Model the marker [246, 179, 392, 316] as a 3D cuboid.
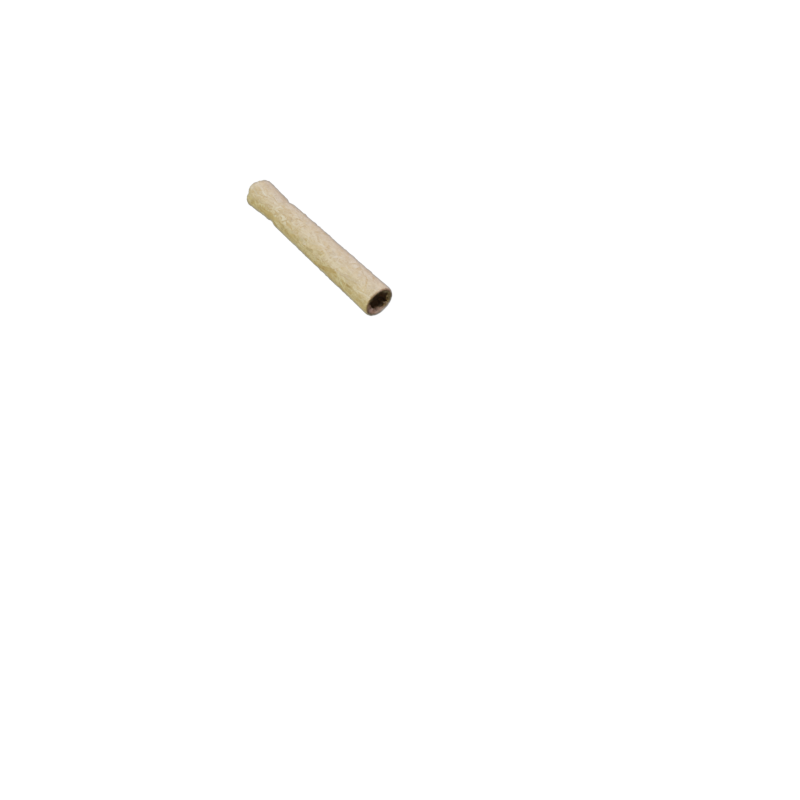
[{"bbox_3d":[-0.049,-0.090,0.629,0.019,0.019,0.130,-3,37,-45],"label":"marker"}]
